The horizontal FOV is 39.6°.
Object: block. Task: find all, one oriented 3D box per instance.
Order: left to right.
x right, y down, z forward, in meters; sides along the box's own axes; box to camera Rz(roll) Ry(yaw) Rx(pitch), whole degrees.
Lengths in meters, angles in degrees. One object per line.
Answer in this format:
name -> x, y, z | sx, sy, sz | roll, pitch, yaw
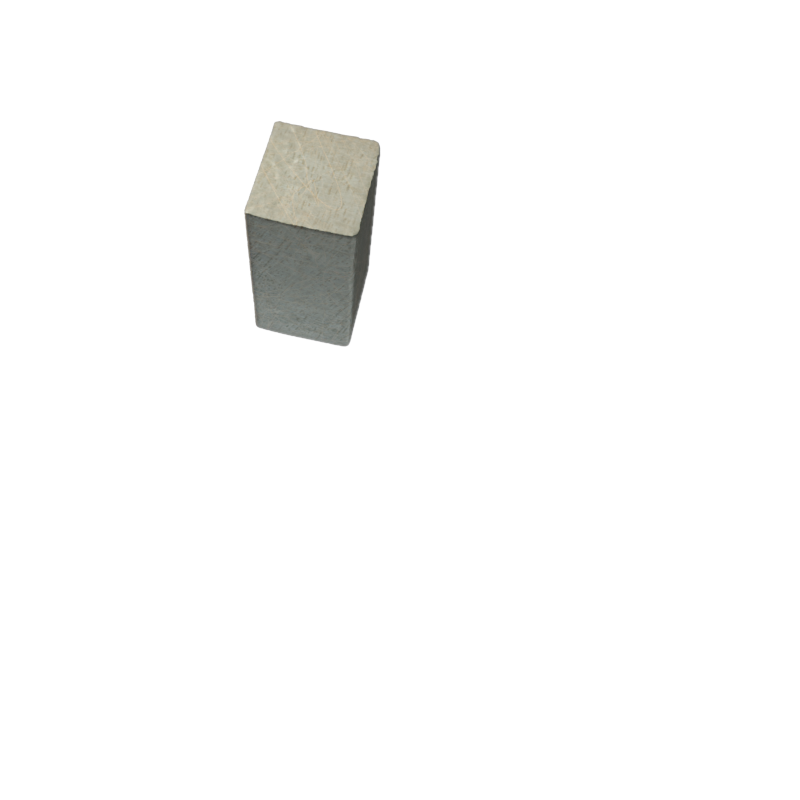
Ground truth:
block -> -0.073, -0.134, 0.942 | 0.091, 0.095, 0.195 | 13, -24, 2
